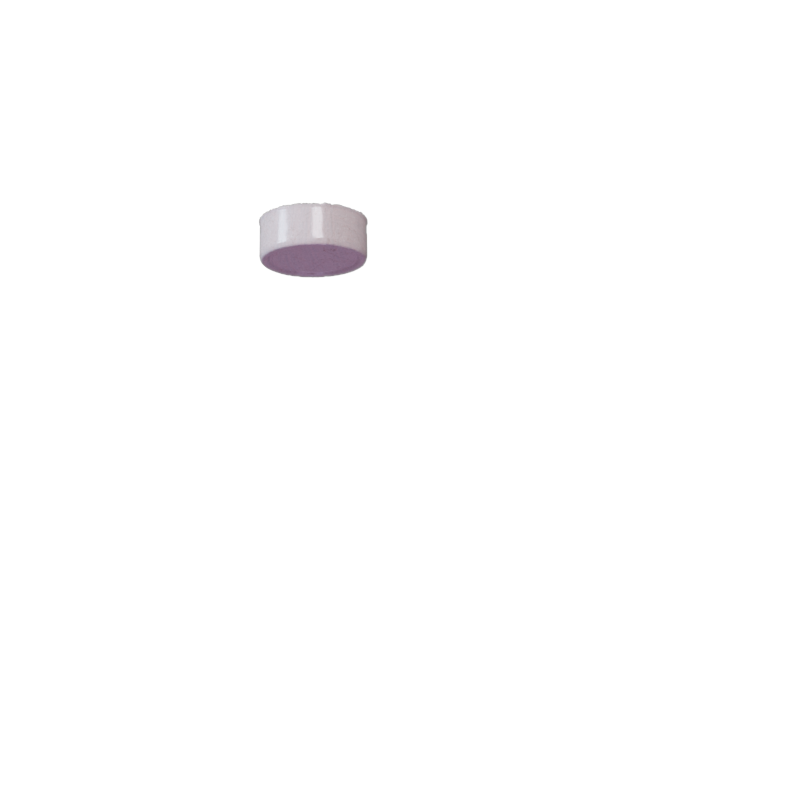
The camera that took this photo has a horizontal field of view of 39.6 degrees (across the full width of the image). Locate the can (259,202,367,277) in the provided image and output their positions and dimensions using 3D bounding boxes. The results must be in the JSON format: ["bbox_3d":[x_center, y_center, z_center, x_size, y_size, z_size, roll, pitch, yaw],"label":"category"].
[{"bbox_3d":[-0.068,-0.124,0.870,0.086,0.035,0.083,0,-13,-2],"label":"can"}]
